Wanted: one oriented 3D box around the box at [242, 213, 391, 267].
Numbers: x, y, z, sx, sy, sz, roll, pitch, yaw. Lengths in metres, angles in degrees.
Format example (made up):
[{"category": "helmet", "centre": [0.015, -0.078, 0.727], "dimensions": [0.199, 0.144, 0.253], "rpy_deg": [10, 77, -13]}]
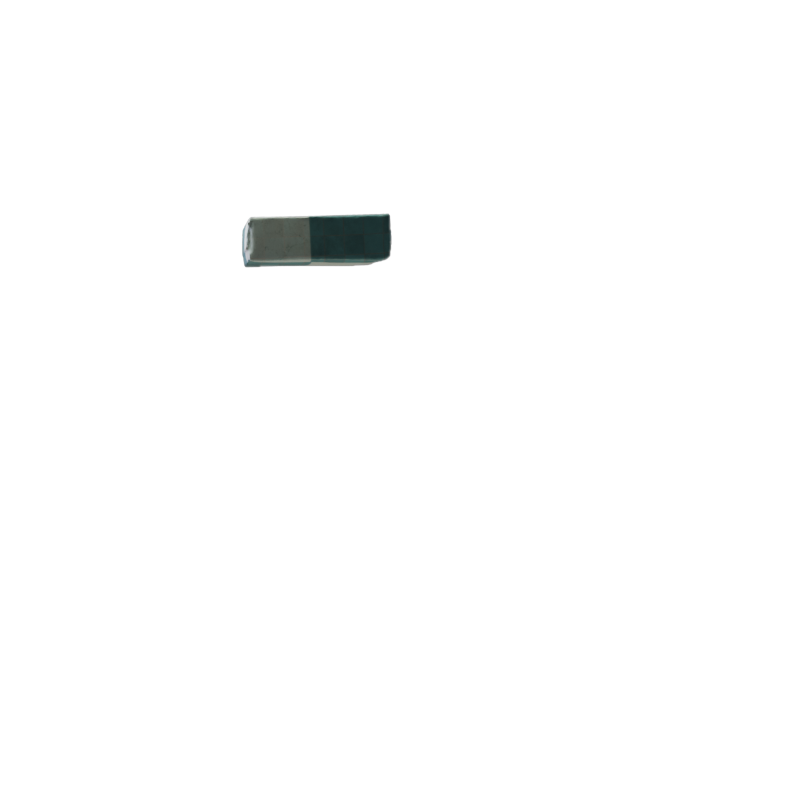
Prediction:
[{"category": "box", "centre": [-0.070, -0.127, 0.893], "dimensions": [0.112, 0.039, 0.091], "rpy_deg": [-1, 3, -8]}]
